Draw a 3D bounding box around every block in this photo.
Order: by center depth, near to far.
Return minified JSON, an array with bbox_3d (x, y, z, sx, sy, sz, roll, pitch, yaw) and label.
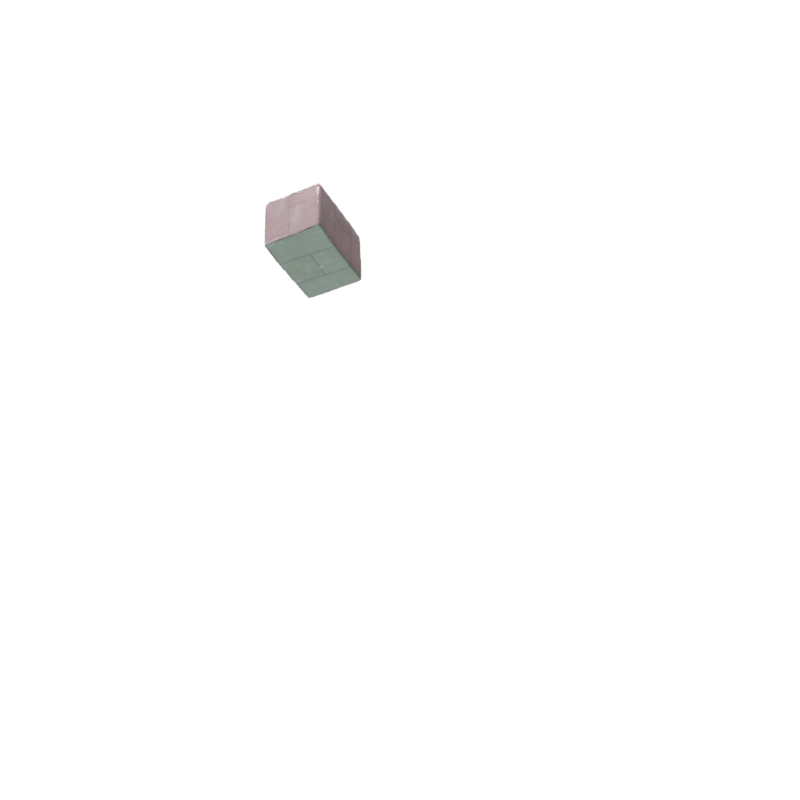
[{"bbox_3d":[-0.073,-0.133,0.931,0.053,0.055,0.072,-19,-42,19],"label":"block"}]
